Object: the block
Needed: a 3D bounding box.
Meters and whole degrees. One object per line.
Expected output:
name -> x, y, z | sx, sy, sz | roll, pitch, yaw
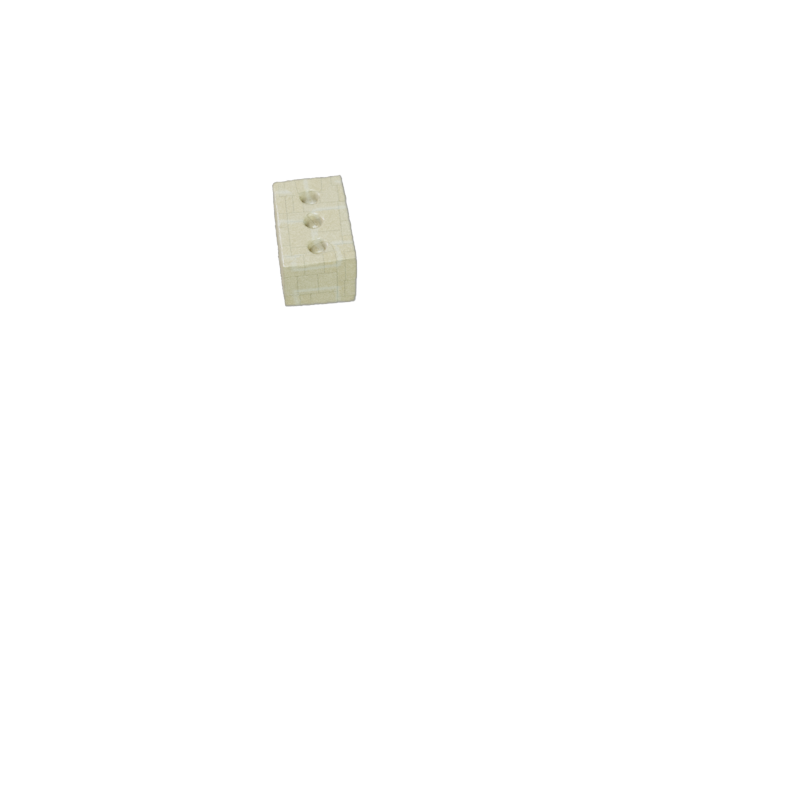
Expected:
block -> -0.062, -0.114, 0.798 | 0.052, 0.084, 0.048 | -7, -33, -7
